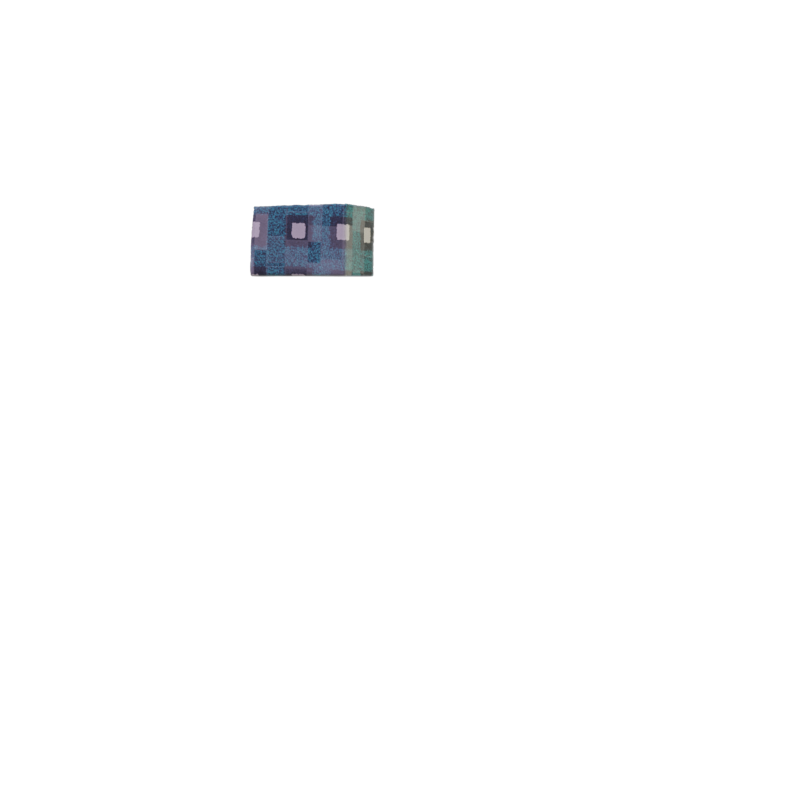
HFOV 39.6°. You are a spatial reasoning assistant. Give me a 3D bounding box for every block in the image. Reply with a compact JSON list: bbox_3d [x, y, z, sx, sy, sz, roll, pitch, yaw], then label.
[{"bbox_3d":[-0.063,-0.116,0.810,0.080,0.051,0.051,2,3,24],"label":"block"}]
